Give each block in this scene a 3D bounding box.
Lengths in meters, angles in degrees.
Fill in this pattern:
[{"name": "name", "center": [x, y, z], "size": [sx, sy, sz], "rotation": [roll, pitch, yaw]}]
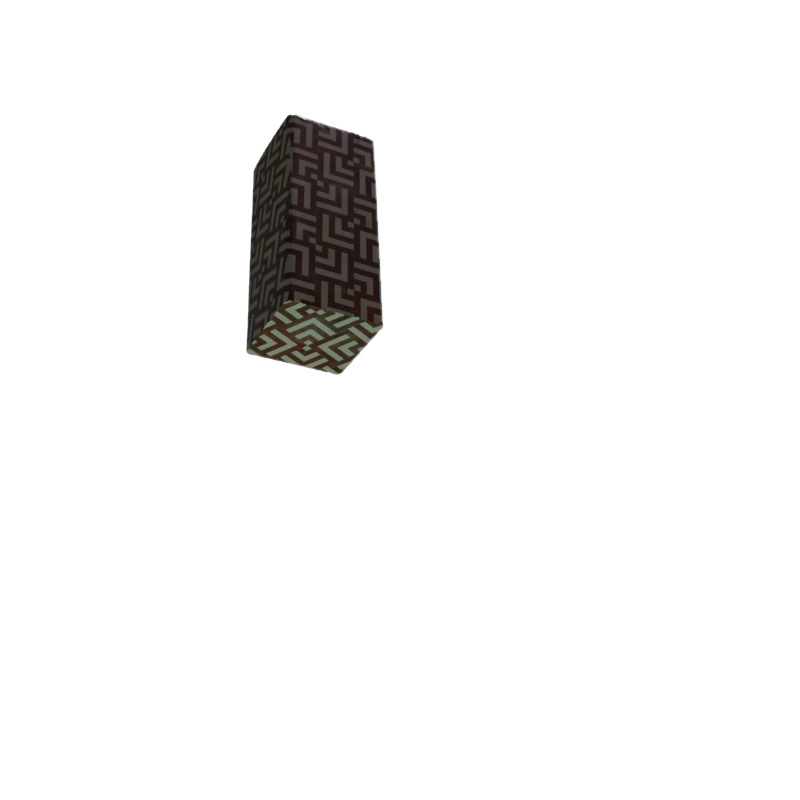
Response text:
[{"name": "block", "center": [-0.077, -0.141, 0.985], "size": [0.087, 0.221, 0.087], "rotation": [14, -38, -23]}]
